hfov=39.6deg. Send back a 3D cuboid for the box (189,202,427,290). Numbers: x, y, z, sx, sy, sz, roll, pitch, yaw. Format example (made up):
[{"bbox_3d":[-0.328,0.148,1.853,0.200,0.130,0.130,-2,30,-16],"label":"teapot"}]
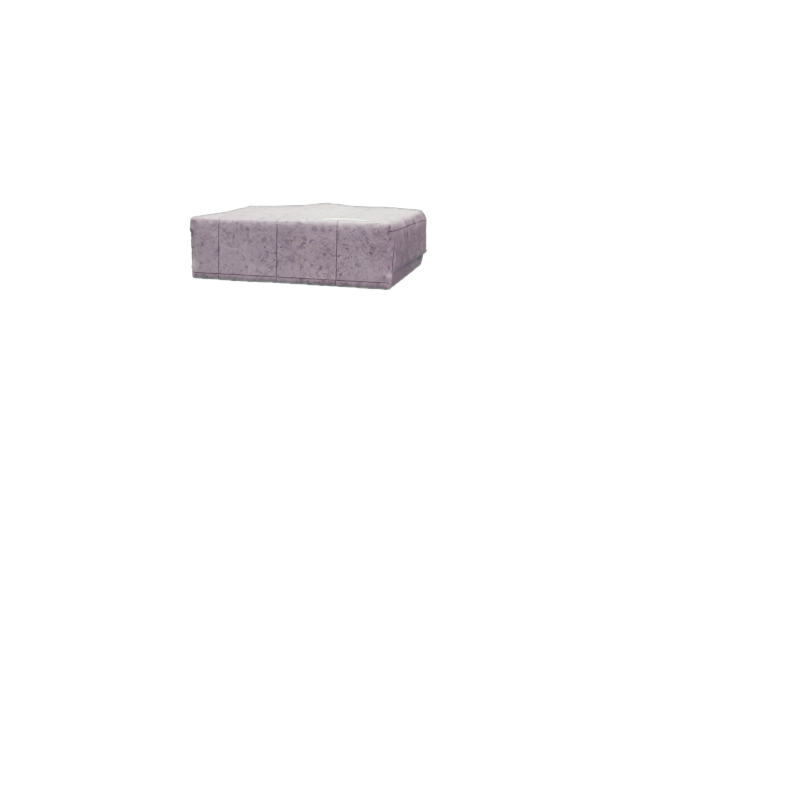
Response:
[{"bbox_3d":[-0.038,-0.070,0.490,0.091,0.029,0.073,3,13,14],"label":"box"}]
